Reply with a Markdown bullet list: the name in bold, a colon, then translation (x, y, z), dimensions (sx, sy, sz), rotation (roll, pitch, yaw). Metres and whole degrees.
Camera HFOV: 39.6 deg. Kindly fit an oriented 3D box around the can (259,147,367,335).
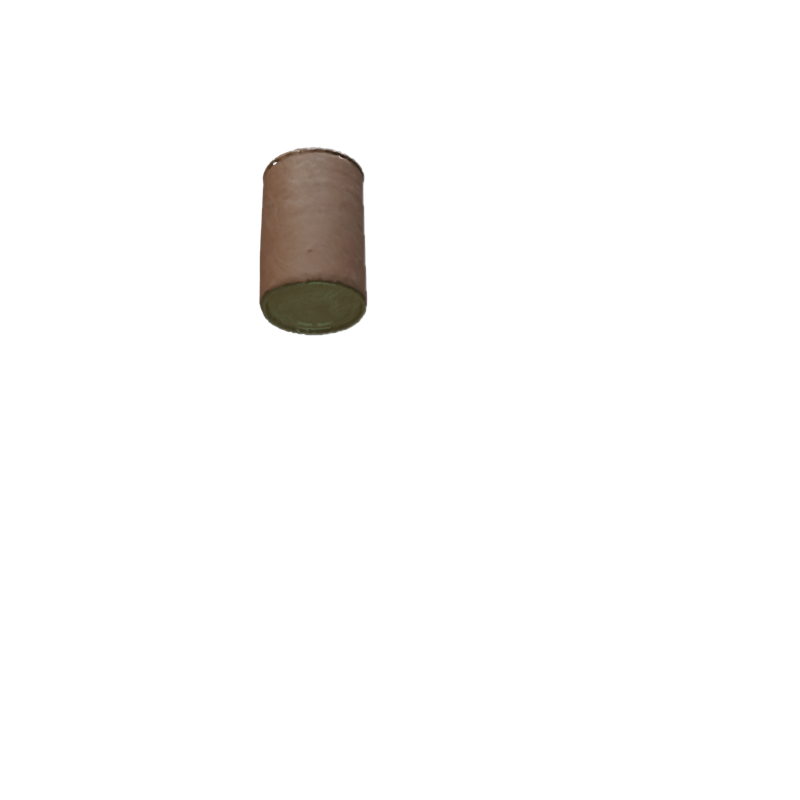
- **can**: translation (-0.056, -0.101, 0.710), dimensions (0.068, 0.109, 0.064), rotation (-1, -31, -2)
